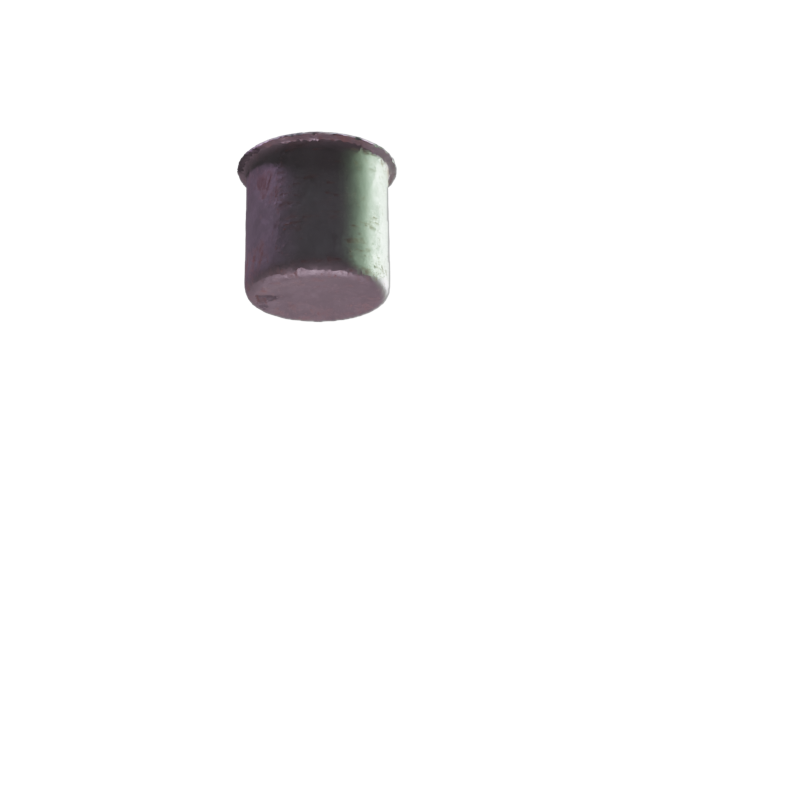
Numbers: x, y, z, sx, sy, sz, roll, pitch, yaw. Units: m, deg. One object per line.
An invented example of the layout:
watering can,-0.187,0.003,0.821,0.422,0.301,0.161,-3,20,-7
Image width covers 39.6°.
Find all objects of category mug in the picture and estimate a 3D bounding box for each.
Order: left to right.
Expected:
mug,-0.050,-0.092,0.642,0.092,0.086,0.114,4,-20,-13
